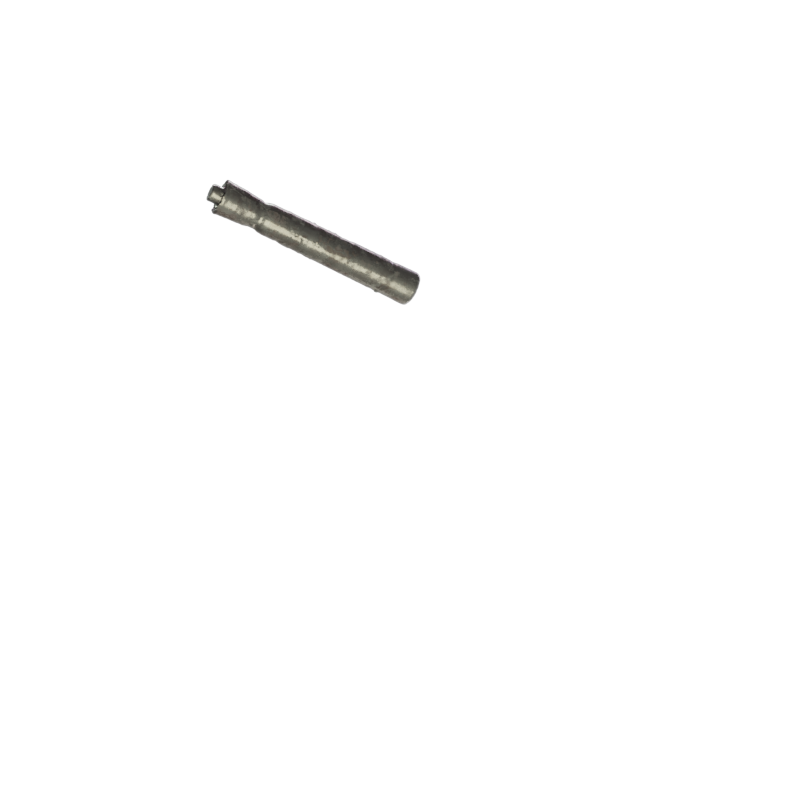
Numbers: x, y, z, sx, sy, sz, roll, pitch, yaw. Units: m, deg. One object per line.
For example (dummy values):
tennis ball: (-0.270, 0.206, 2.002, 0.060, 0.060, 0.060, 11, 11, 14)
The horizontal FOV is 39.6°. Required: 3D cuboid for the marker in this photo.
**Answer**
marker: (-0.045, -0.083, 0.579, 0.117, 0.020, 0.020, 24, -4, -15)
